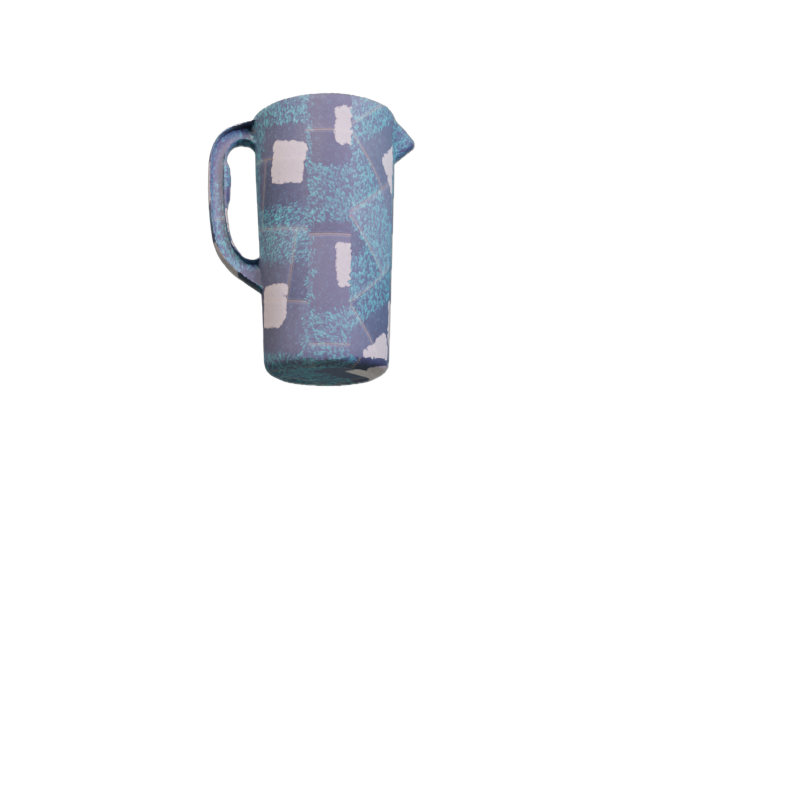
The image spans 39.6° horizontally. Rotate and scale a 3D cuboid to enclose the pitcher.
[{"bbox_3d":[-0.077,-0.141,0.986,0.152,0.253,0.136,-11,-19,33],"label":"pitcher"}]
